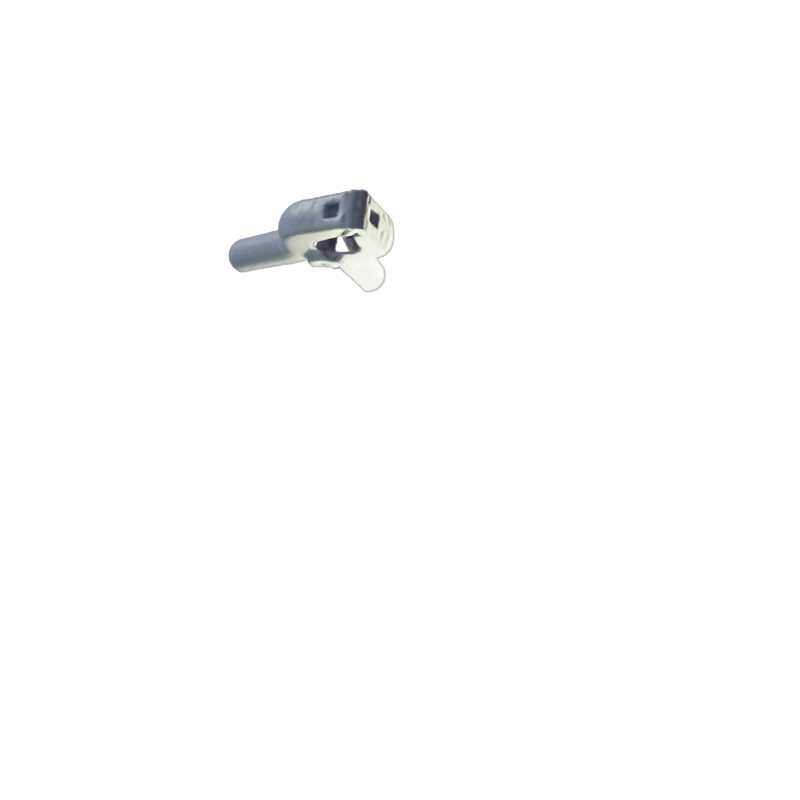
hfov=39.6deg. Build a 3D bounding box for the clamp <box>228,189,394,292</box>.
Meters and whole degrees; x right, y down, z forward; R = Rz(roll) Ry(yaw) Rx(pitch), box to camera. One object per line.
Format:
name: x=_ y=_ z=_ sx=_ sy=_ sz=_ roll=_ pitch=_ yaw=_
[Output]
clamp: x=-0.061 y=-0.111 z=0.780 sx=0.119 sy=0.041 sz=0.167 roll=1 pitch=-11 yaw=-7
